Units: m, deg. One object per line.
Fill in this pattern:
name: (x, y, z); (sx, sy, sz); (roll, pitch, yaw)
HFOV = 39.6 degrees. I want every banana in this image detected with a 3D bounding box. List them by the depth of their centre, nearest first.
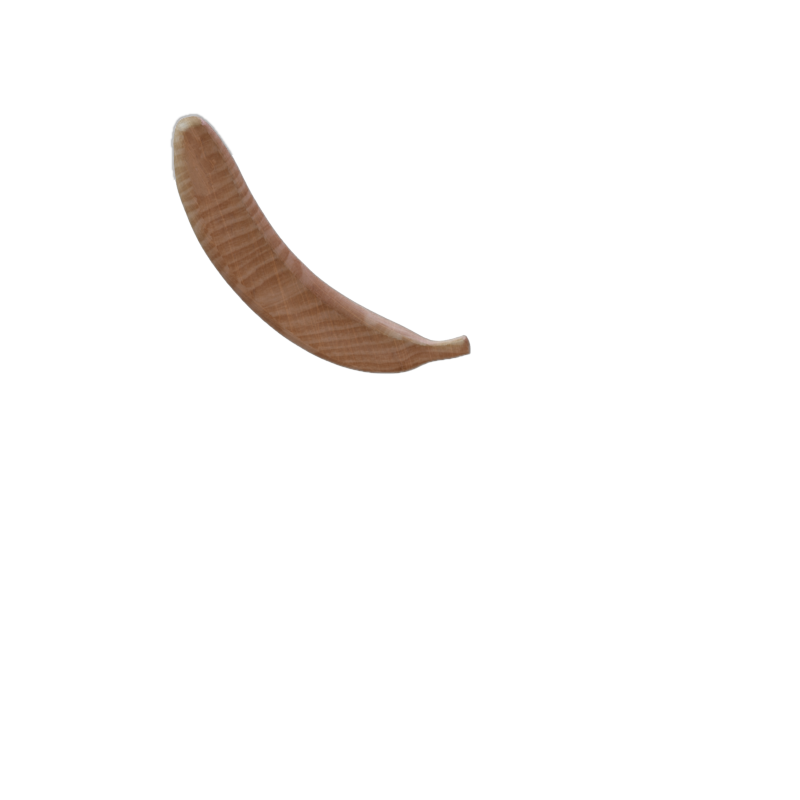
banana: (-0.055, -0.069, 0.589); (0.190, 0.068, 0.039); (37, 21, -17)
